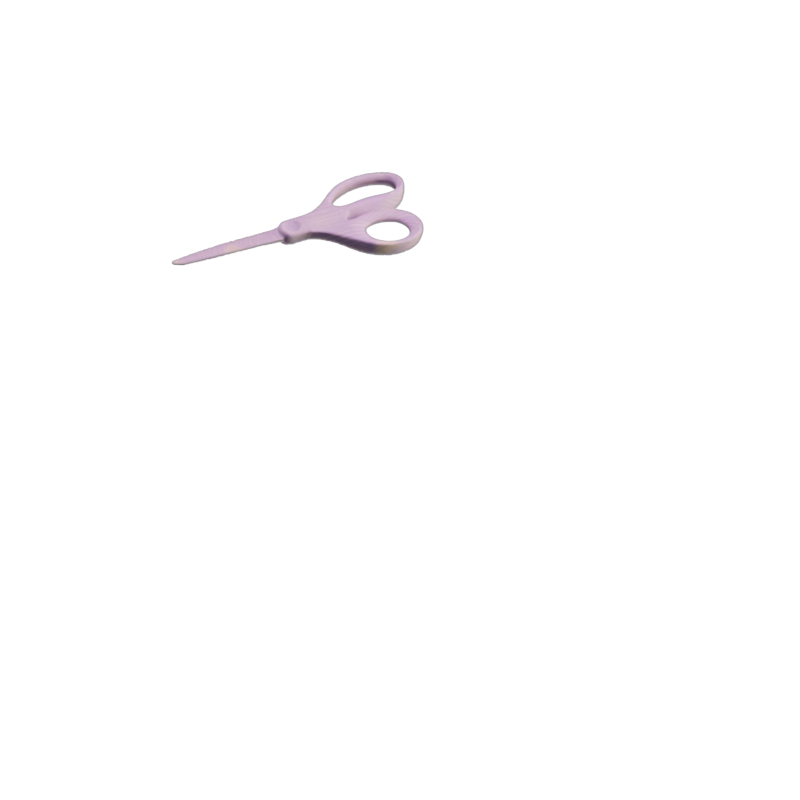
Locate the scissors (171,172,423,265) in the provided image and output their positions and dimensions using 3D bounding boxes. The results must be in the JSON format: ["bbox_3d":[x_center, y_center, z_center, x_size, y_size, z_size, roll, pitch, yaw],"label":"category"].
[{"bbox_3d":[-0.068,-0.123,0.862,0.202,0.015,0.103,-32,55,-26],"label":"scissors"}]
